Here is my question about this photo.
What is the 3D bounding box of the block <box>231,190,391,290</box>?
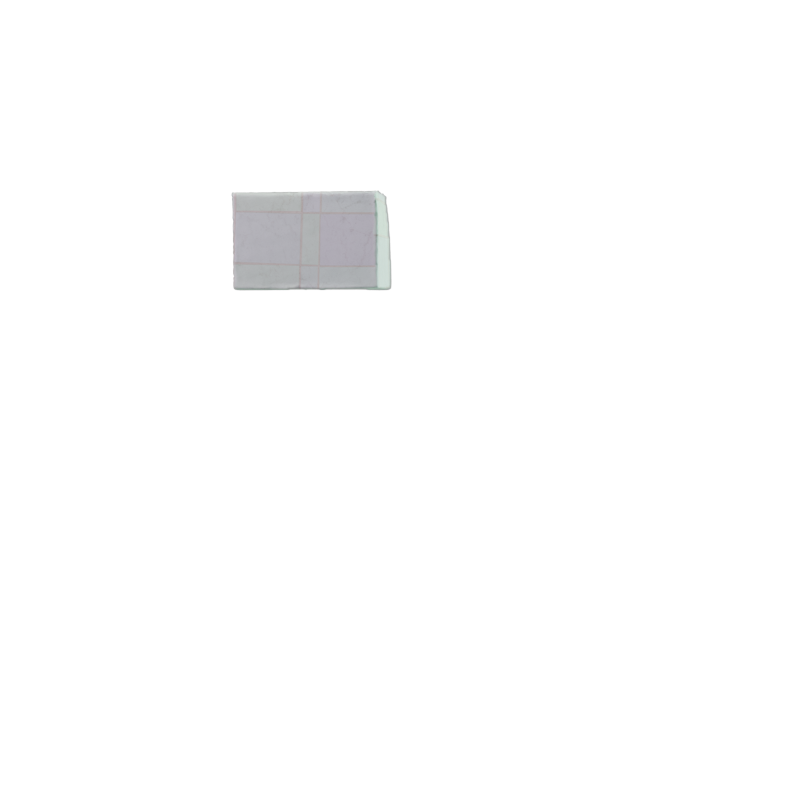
[{"bbox_3d":[-0.046,-0.083,0.585,0.079,0.051,0.052,0,2,8],"label":"block"}]
